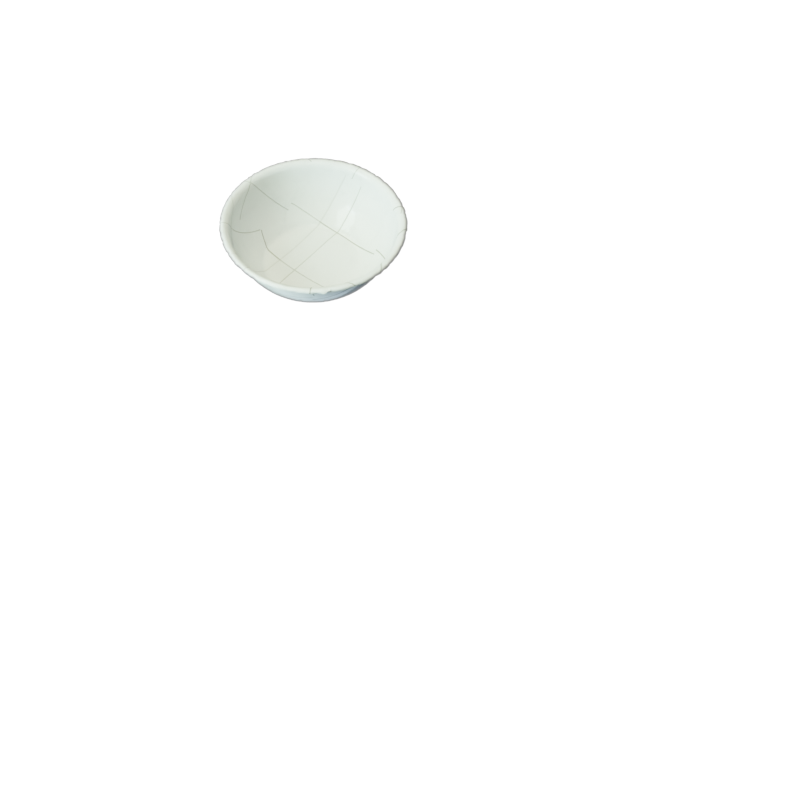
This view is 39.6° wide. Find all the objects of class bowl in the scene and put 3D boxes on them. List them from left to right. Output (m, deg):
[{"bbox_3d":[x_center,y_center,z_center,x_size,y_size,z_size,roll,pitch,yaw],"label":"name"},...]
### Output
[{"bbox_3d":[-0.076,-0.139,0.970,0.162,0.174,0.051,-1,-39,-1],"label":"bowl"}]
